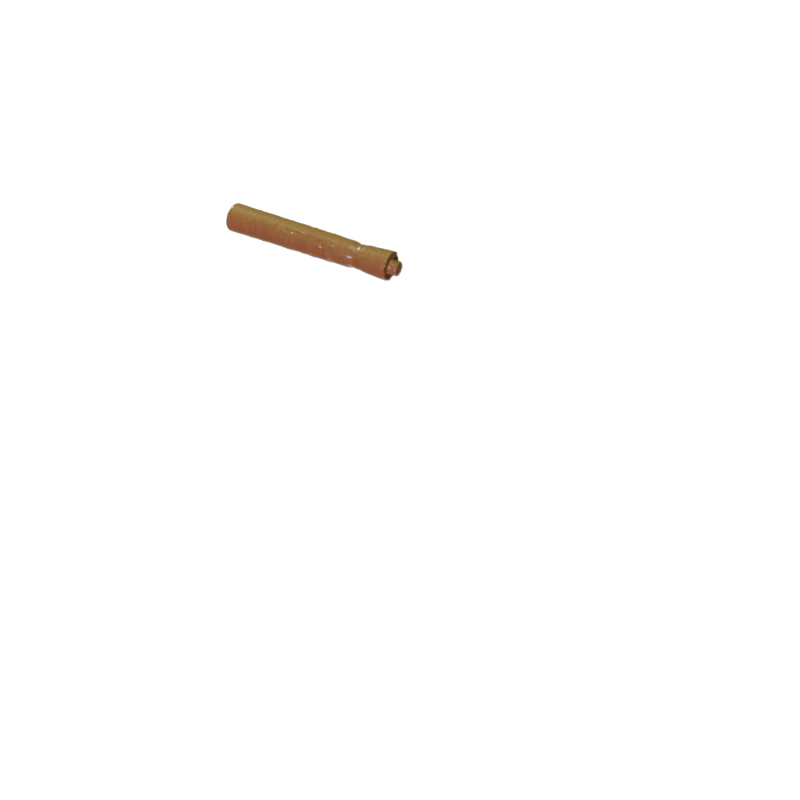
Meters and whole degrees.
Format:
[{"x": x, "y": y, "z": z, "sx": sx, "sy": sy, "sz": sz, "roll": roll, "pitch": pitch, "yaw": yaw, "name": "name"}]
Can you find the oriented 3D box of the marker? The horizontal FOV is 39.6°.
[{"x": -0.054, "y": -0.099, "z": 0.690, "sx": 0.127, "sy": 0.019, "sz": 0.019, "roll": 21, "pitch": 12, "yaw": 25, "name": "marker"}]
